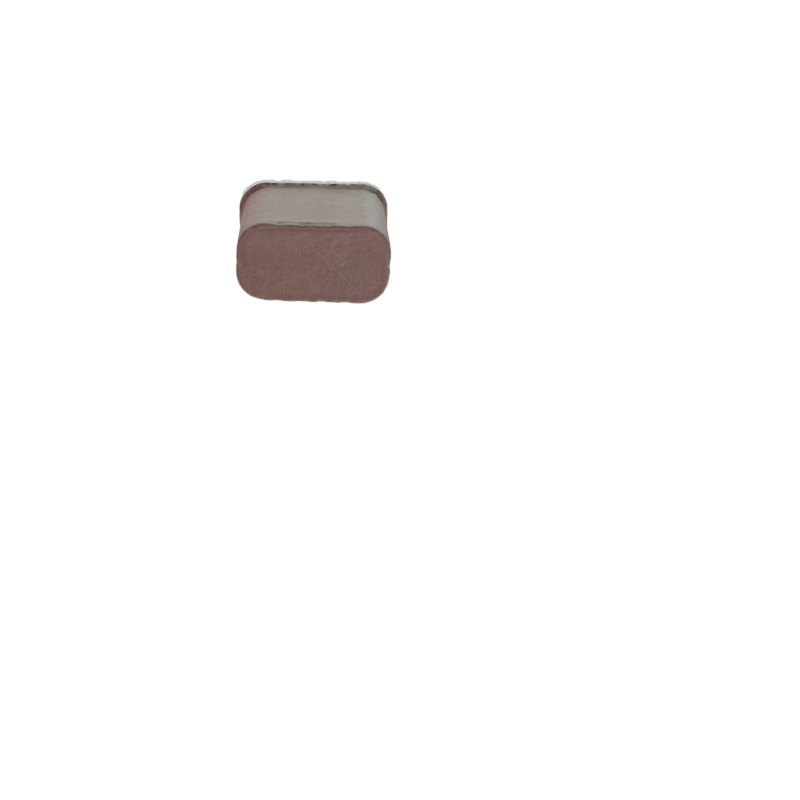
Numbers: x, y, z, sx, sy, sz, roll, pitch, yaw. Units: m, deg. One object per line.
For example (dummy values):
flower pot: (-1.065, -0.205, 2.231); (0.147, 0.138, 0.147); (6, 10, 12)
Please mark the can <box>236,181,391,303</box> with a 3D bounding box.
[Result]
can: (-0.057, -0.103, 0.724); (0.102, 0.055, 0.088); (1, 25, -2)
